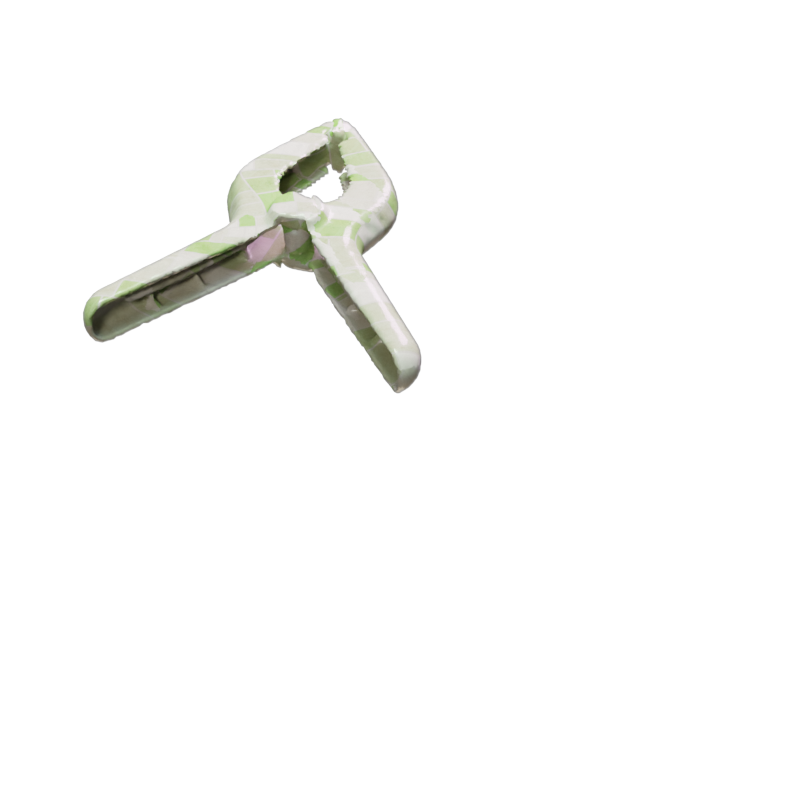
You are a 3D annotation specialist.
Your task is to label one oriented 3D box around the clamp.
[{"bbox_3d":[-0.046,-0.084,0.586,0.169,0.034,0.219,13,43,15],"label":"clamp"}]
